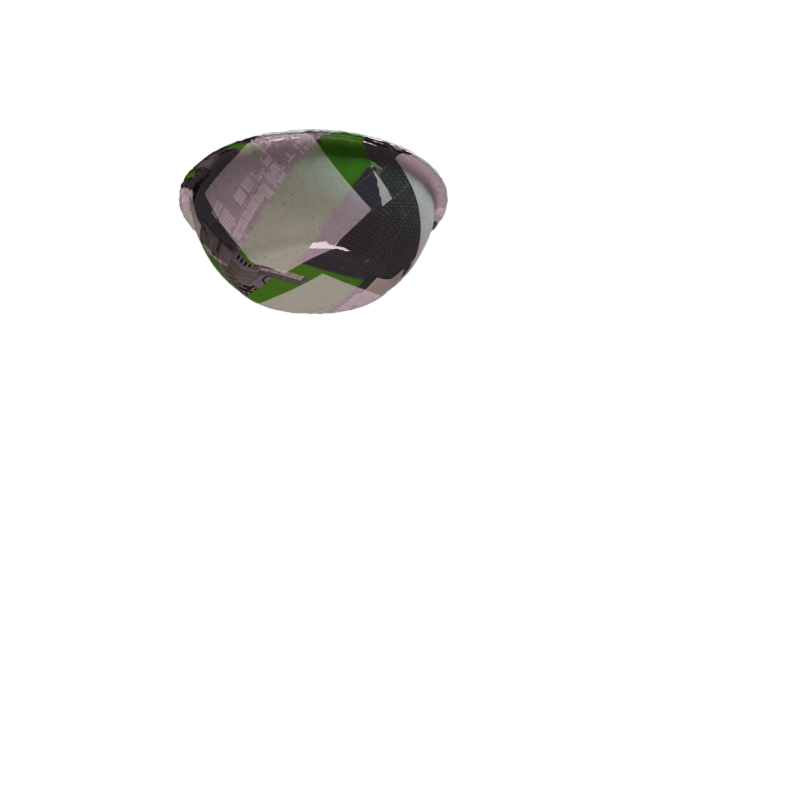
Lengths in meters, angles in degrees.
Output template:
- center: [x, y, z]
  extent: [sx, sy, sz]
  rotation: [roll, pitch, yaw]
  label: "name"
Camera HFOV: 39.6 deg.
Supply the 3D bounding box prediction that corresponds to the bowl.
- center: [-0.051, -0.094, 0.657]
  extent: [0.162, 0.058, 0.154]
  rotation: [1, -22, -2]
  label: "bowl"
